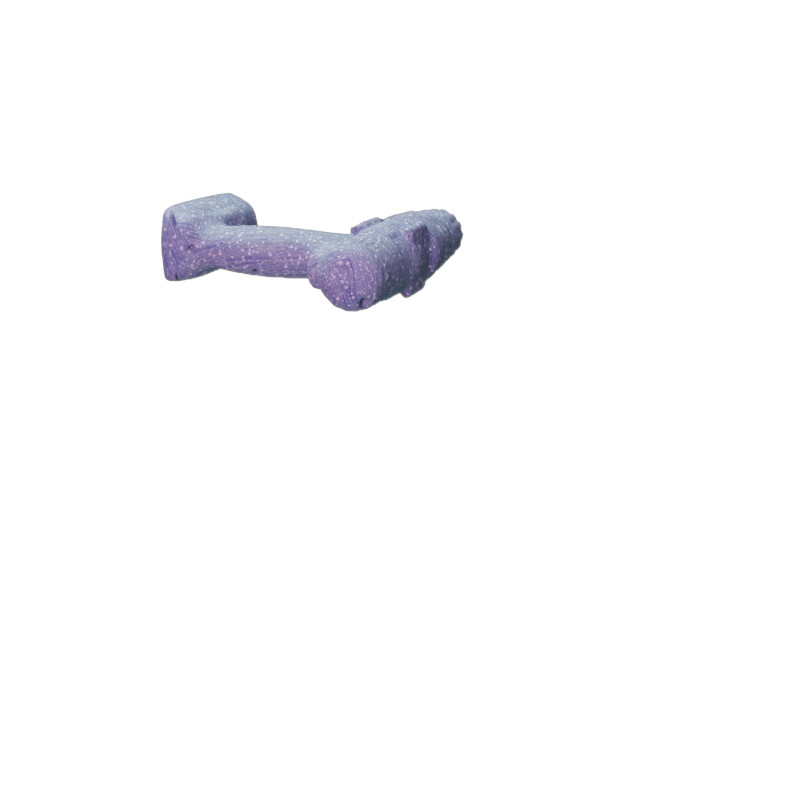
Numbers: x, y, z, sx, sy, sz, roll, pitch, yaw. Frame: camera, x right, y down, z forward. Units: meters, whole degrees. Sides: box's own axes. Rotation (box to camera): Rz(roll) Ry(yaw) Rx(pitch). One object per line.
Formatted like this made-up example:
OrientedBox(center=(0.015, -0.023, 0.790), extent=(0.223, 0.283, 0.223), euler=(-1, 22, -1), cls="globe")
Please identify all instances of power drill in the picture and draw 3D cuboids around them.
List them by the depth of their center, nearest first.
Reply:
OrientedBox(center=(-0.063, -0.115, 0.803), extent=(0.194, 0.056, 0.184), euler=(8, 19, 24), cls="power drill")
